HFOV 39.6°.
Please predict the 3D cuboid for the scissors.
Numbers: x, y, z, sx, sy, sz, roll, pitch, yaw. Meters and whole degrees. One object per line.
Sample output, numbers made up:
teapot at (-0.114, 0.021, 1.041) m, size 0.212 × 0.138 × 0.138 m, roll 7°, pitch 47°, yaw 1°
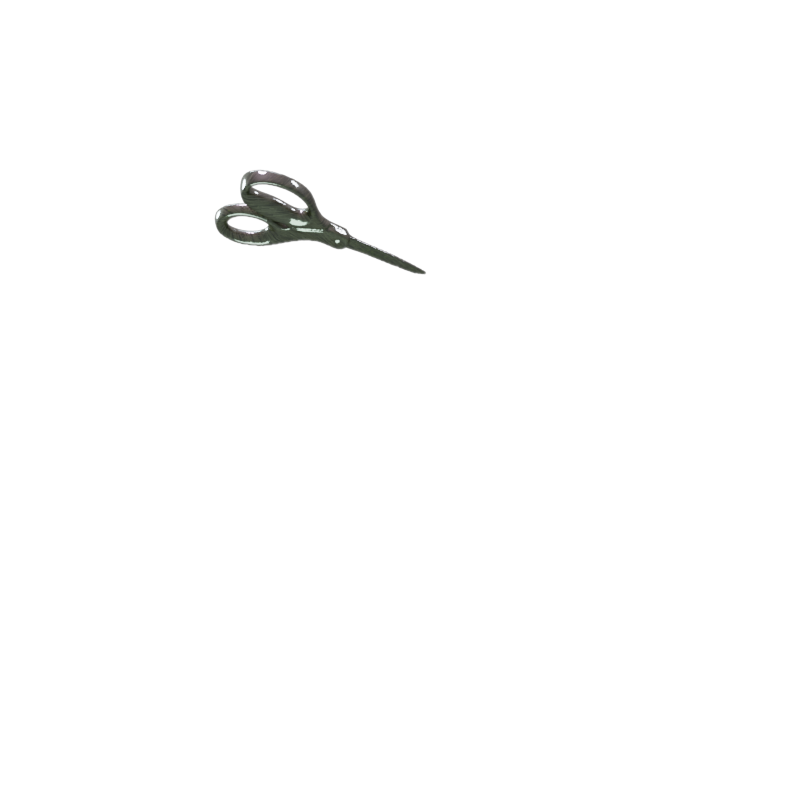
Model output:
scissors at (-0.073, -0.134, 0.937) m, size 0.097 × 0.017 × 0.188 m, roll -20°, pitch -35°, yaw 32°
